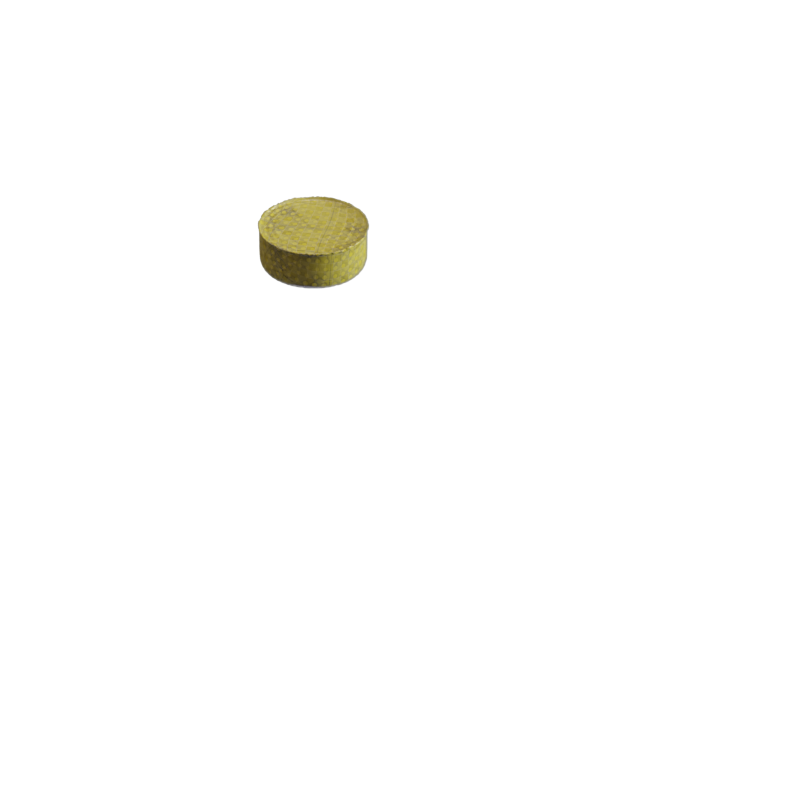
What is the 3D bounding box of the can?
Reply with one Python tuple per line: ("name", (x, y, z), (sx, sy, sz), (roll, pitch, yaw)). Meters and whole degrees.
("can", (-0.068, -0.123, 0.863), (0.086, 0.031, 0.092), (-1, 37, -2))
